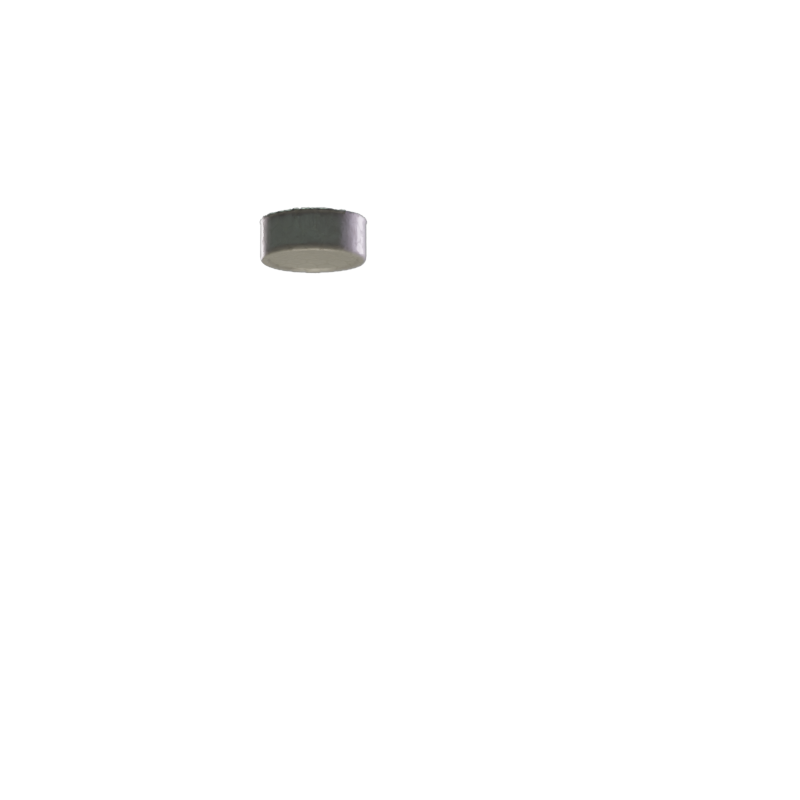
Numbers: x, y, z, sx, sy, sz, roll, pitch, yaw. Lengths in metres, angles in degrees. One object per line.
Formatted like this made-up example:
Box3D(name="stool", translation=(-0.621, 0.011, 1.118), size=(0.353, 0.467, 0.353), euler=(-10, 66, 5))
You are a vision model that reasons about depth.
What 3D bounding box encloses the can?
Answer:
Box3D(name="can", translation=(-0.069, -0.125, 0.878), size=(0.086, 0.034, 0.084), euler=(0, -7, -2))
